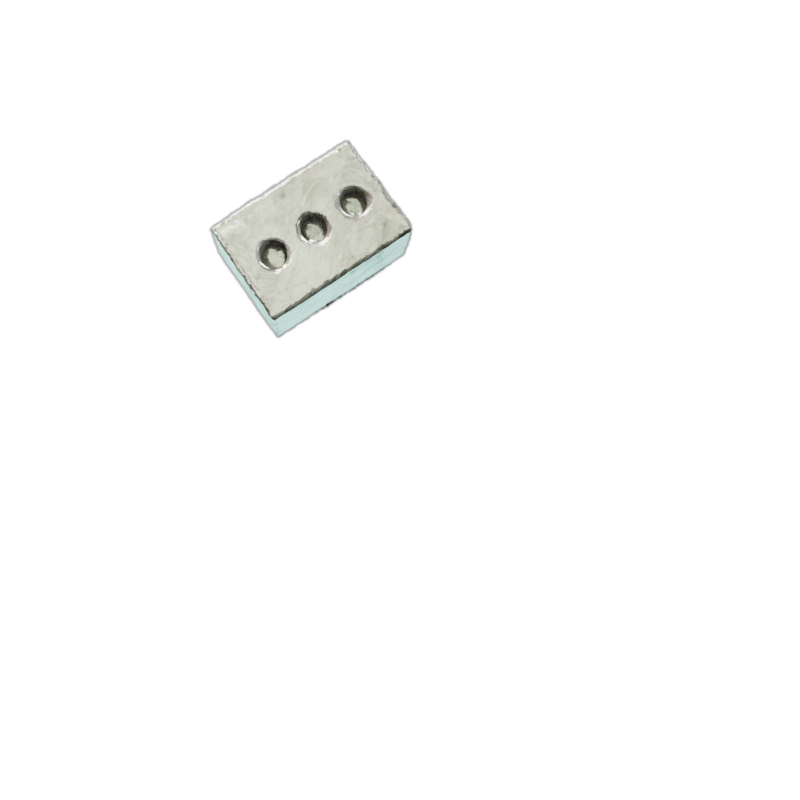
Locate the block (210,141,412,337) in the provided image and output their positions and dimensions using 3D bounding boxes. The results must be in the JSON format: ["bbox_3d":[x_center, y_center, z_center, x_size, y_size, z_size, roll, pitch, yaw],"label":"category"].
[{"bbox_3d":[-0.041,-0.074,0.519,0.078,0.054,0.050,-35,-8,-8],"label":"block"}]
